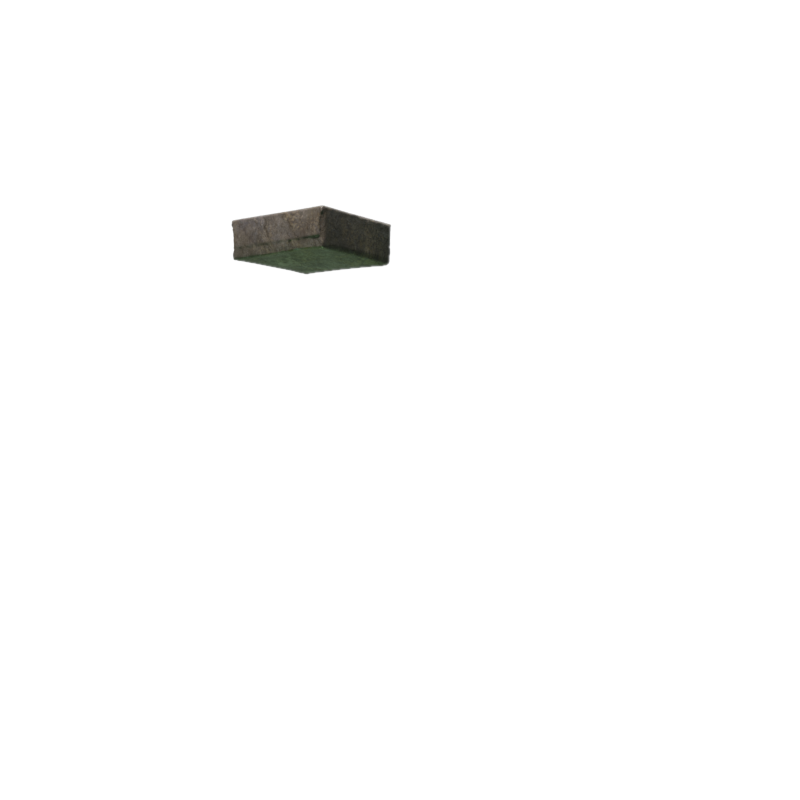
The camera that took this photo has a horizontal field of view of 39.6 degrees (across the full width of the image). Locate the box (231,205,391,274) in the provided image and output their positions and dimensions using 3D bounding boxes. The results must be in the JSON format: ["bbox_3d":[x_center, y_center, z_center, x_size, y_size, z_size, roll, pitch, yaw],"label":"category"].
[{"bbox_3d":[-0.072,-0.132,0.925,0.092,0.040,0.108,-3,-5,31],"label":"box"}]
